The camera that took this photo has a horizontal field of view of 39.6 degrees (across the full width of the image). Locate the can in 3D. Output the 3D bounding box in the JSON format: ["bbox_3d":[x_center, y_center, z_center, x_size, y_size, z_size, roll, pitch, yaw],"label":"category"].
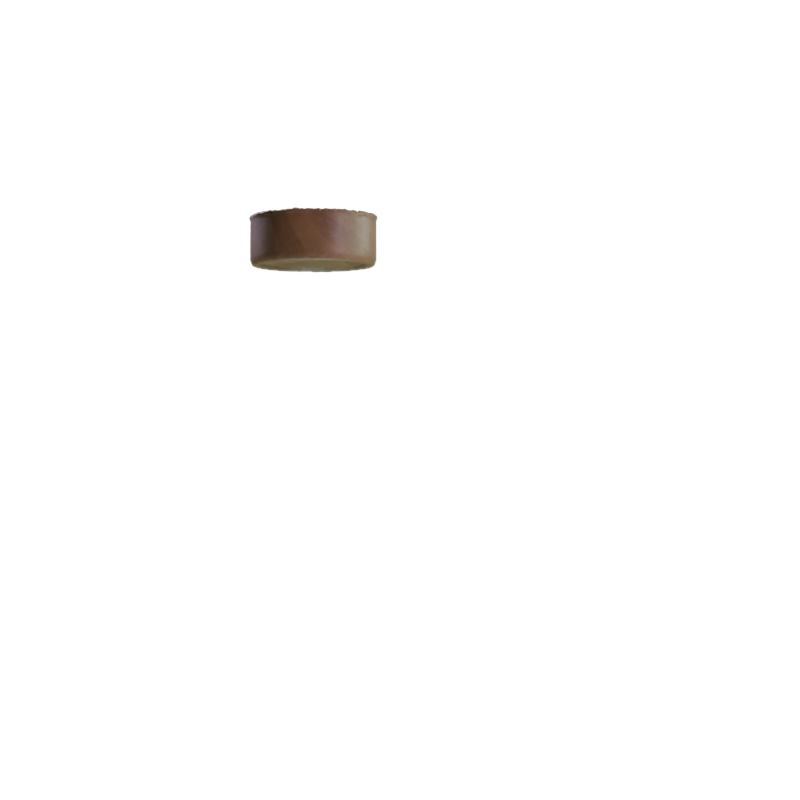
[{"bbox_3d":[-0.058,-0.106,0.743,0.086,0.034,0.085,0,0,-2],"label":"can"}]
